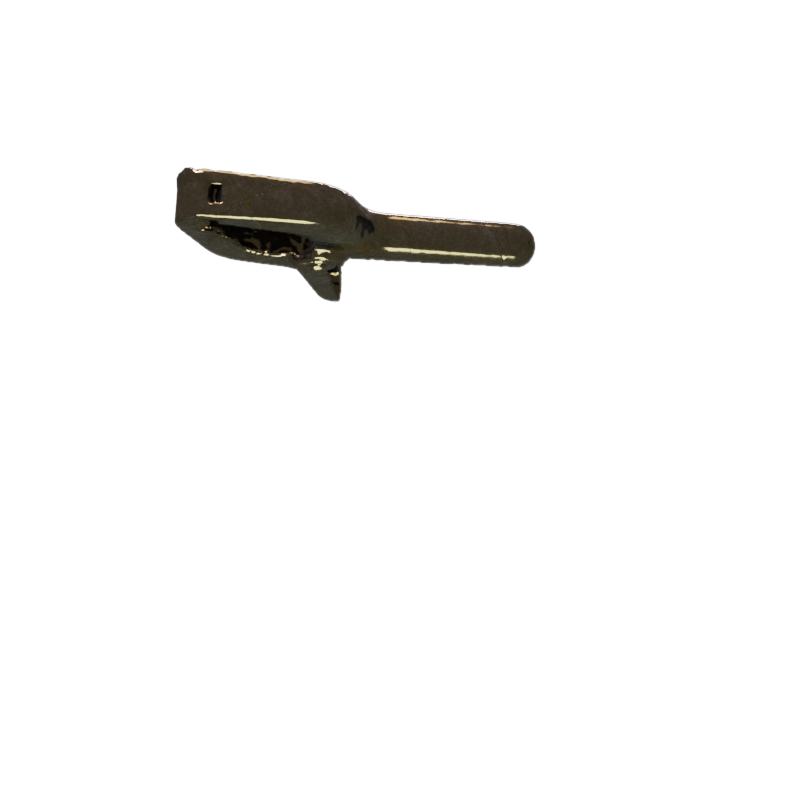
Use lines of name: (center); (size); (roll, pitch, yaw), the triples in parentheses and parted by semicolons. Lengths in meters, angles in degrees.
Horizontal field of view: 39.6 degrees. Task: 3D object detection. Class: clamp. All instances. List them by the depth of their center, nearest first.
clamp: (-0.050, -0.091, 0.638); (0.200, 0.037, 0.168); (7, -12, -41)
